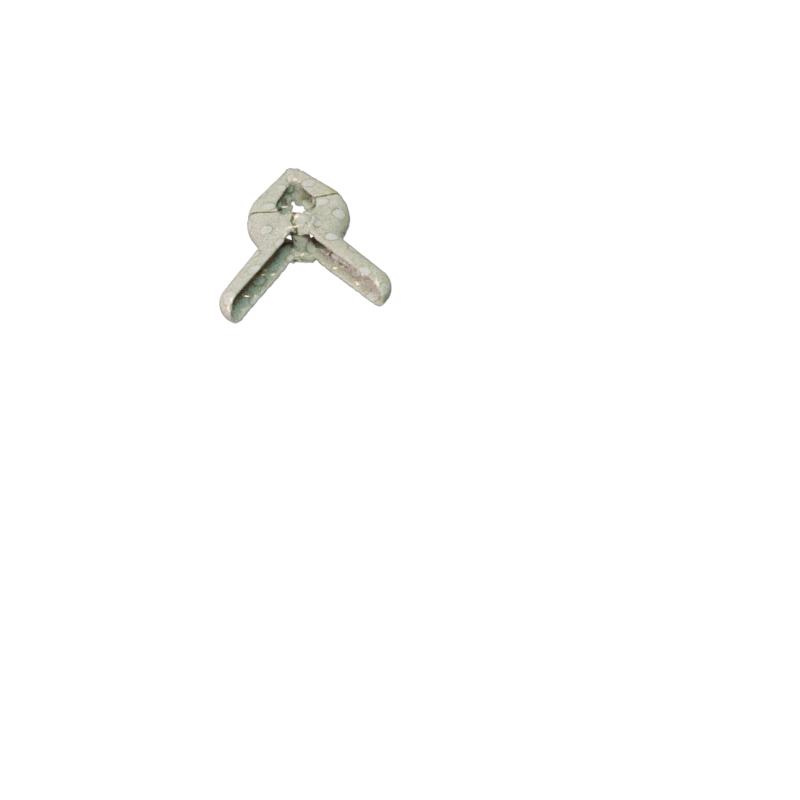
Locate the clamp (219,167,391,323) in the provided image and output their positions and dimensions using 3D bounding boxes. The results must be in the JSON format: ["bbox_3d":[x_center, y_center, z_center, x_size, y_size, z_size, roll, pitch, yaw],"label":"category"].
[{"bbox_3d":[-0.065,-0.119,0.831,0.120,0.036,0.183,2,43,2],"label":"clamp"}]
